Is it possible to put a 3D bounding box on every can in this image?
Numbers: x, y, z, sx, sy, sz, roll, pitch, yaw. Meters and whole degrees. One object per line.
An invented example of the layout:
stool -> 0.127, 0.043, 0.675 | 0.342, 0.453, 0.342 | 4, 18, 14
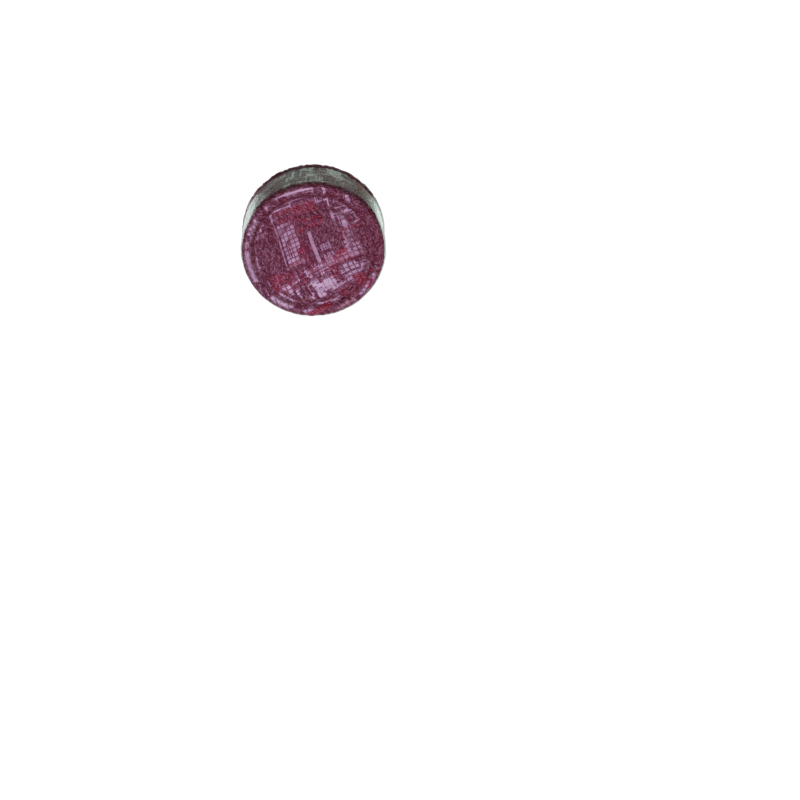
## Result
can -> -0.051, -0.093, 0.654 | 0.086, 0.081, 0.035 | 1, 26, -1
